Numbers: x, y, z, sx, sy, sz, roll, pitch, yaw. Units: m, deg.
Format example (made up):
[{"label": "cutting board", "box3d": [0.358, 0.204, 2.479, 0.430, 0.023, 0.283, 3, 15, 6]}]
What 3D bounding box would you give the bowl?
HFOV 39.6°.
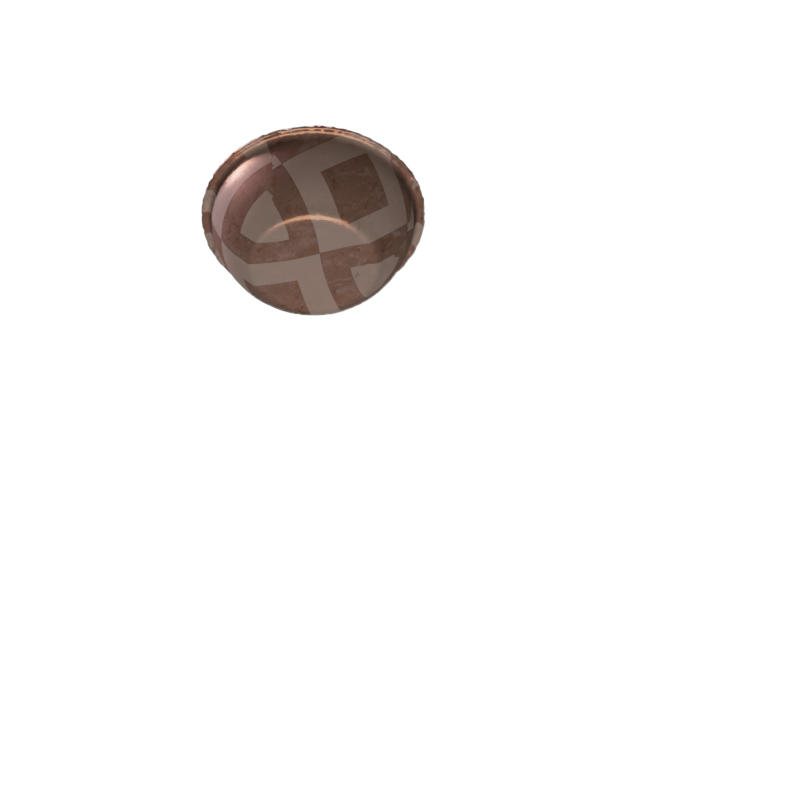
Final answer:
[{"label": "bowl", "box3d": [-0.061, -0.111, 0.781, 0.162, 0.151, 0.059, 1, 44, -1]}]
